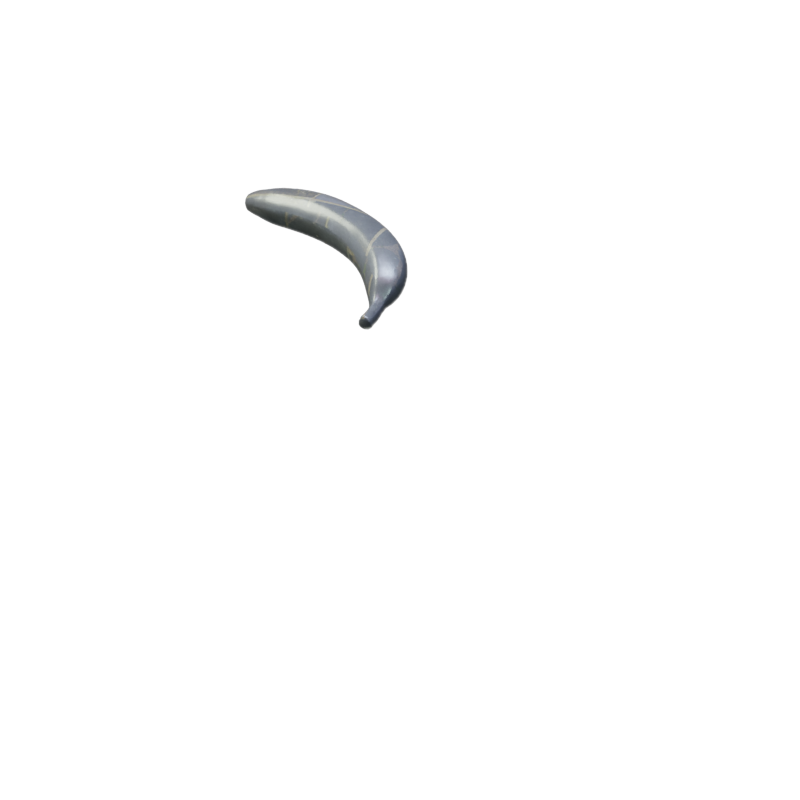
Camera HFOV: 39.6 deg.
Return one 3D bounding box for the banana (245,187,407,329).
[{"bbox_3d":[-0.050,-0.127,0.866,0.069,0.034,0.214,-19,41,-24],"label":"banana"}]
